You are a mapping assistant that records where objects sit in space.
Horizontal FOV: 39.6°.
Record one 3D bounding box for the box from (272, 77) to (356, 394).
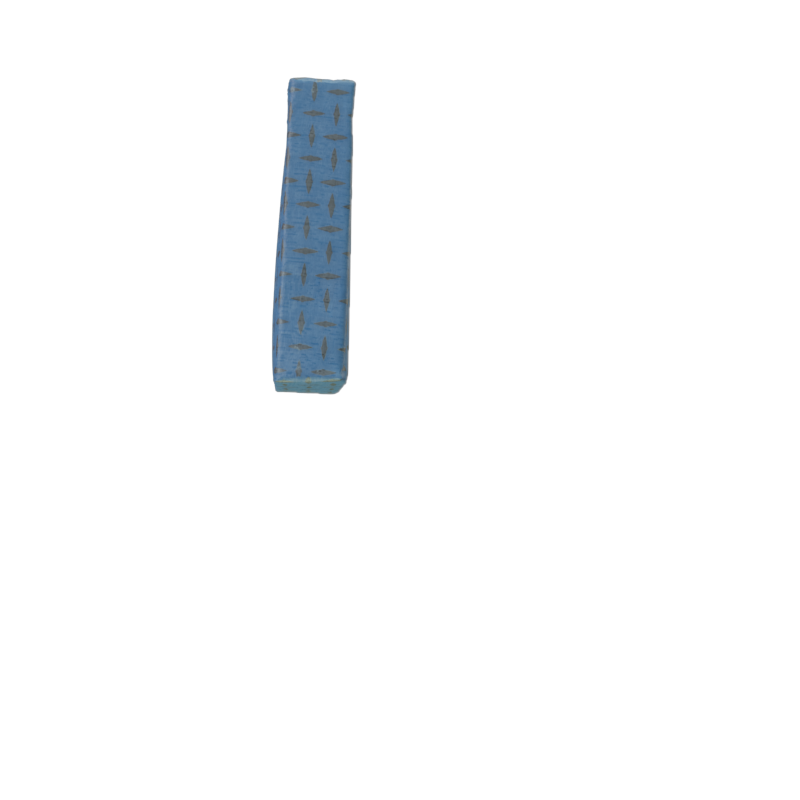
[{"bbox_3d":[-0.052,-0.095,0.665,0.048,0.181,0.091,0,-10,-6],"label":"box"}]
